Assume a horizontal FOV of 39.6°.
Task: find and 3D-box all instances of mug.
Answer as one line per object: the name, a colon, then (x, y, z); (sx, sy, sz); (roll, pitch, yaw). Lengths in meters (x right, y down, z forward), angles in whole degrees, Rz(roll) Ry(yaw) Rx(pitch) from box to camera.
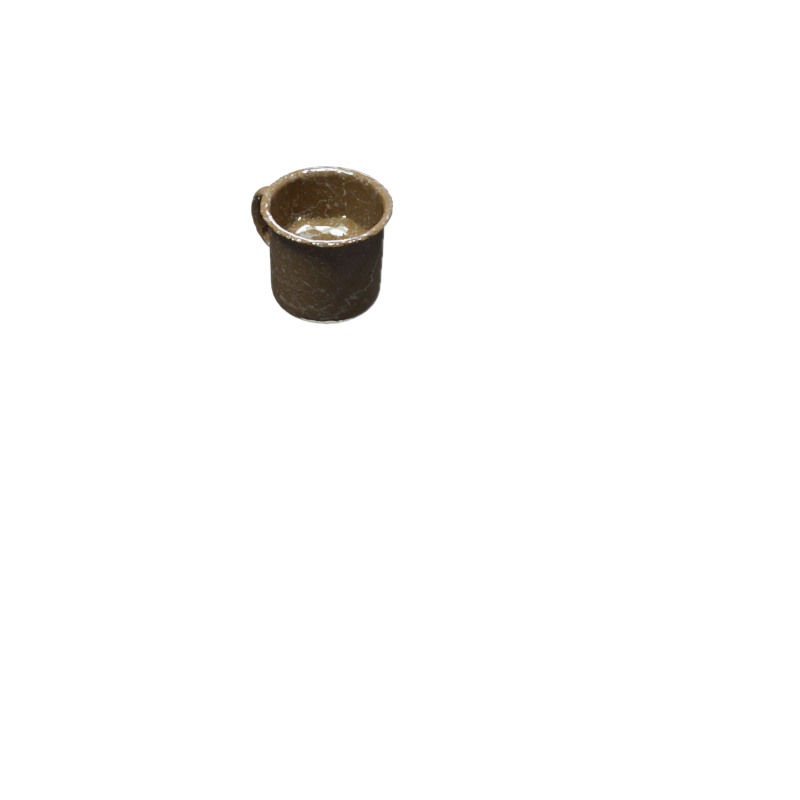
mug: (-0.063, -0.115, 0.805); (0.124, 0.076, 0.095); (28, 49, 26)
